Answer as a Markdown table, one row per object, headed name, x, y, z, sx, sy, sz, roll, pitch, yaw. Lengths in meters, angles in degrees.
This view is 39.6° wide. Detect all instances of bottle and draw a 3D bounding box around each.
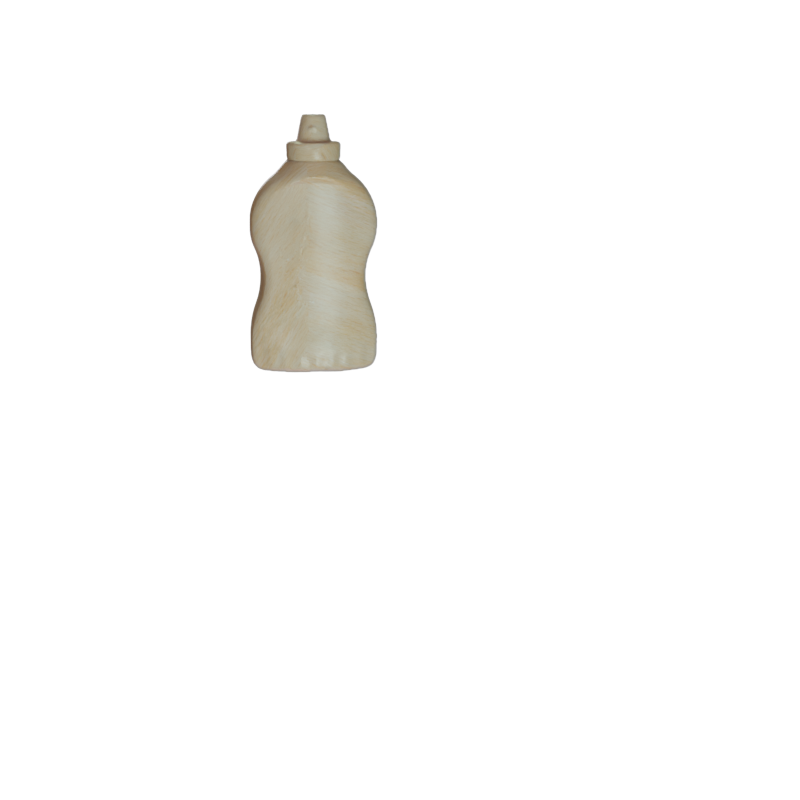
| name | x | y | z | sx | sy | sz | roll | pitch | yaw |
| --- | --- | --- | --- | --- | --- | --- | --- | --- | --- |
| bottle | -0.066 | -0.120 | 0.840 | 0.095 | 0.188 | 0.060 | 0 | 8 | -5 |
